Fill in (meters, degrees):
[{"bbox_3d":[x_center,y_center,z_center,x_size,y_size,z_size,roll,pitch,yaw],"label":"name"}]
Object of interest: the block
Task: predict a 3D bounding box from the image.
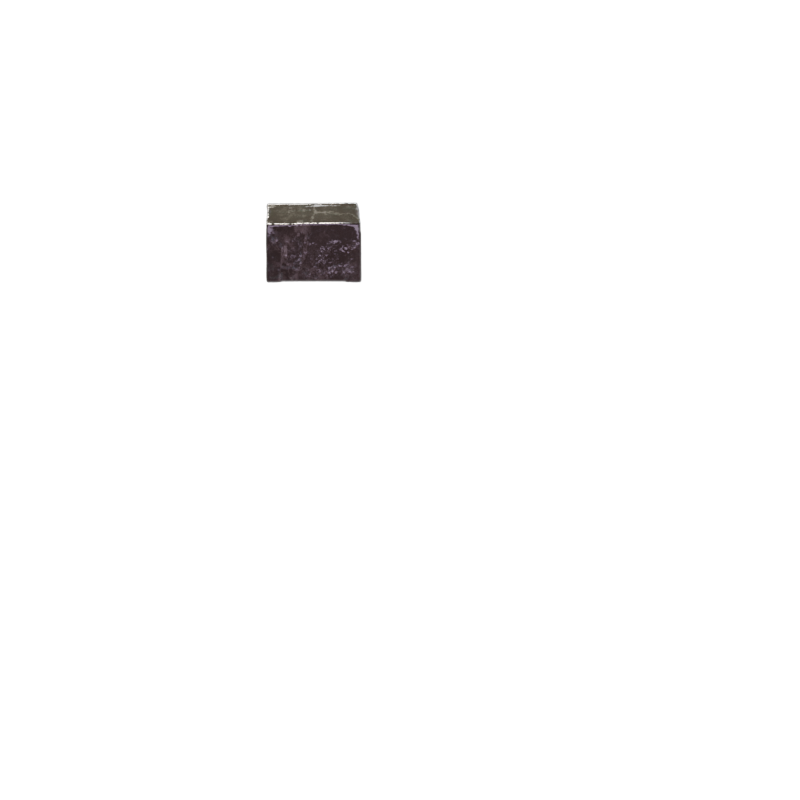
[{"bbox_3d":[-0.071,-0.129,0.906,0.078,0.050,0.054,0,25,-2],"label":"block"}]
